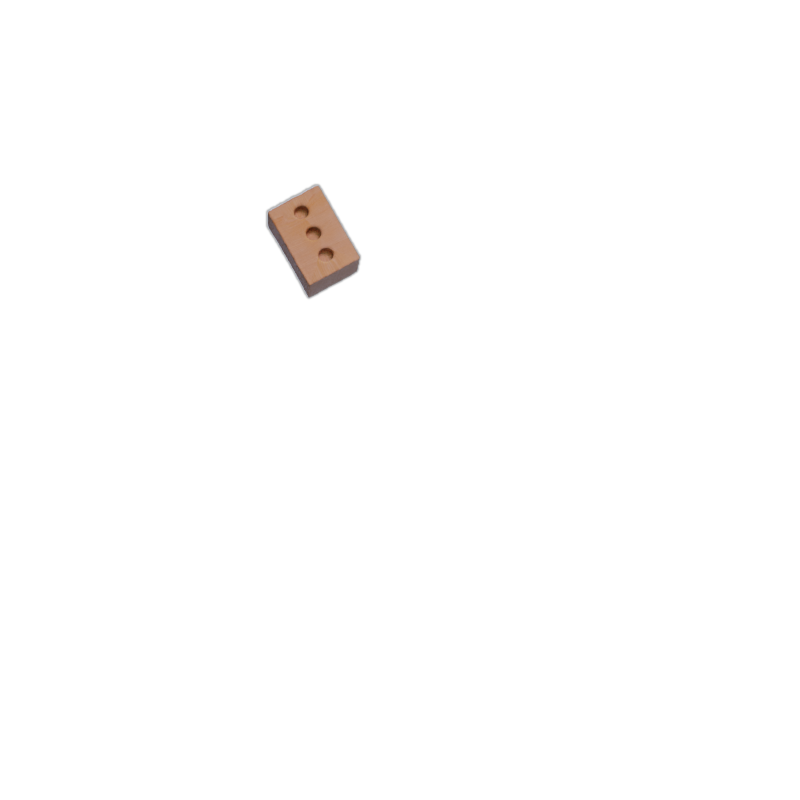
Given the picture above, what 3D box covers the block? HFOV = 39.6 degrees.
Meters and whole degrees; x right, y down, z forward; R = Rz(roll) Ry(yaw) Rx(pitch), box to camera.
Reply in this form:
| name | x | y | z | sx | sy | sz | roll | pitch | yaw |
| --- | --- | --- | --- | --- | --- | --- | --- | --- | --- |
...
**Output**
| name | x | y | z | sx | sy | sz | roll | pitch | yaw |
| --- | --- | --- | --- | --- | --- | --- | --- | --- | --- |
| block | -0.076 | -0.138 | 0.969 | 0.053 | 0.081 | 0.049 | -29 | -12 | -8 |
